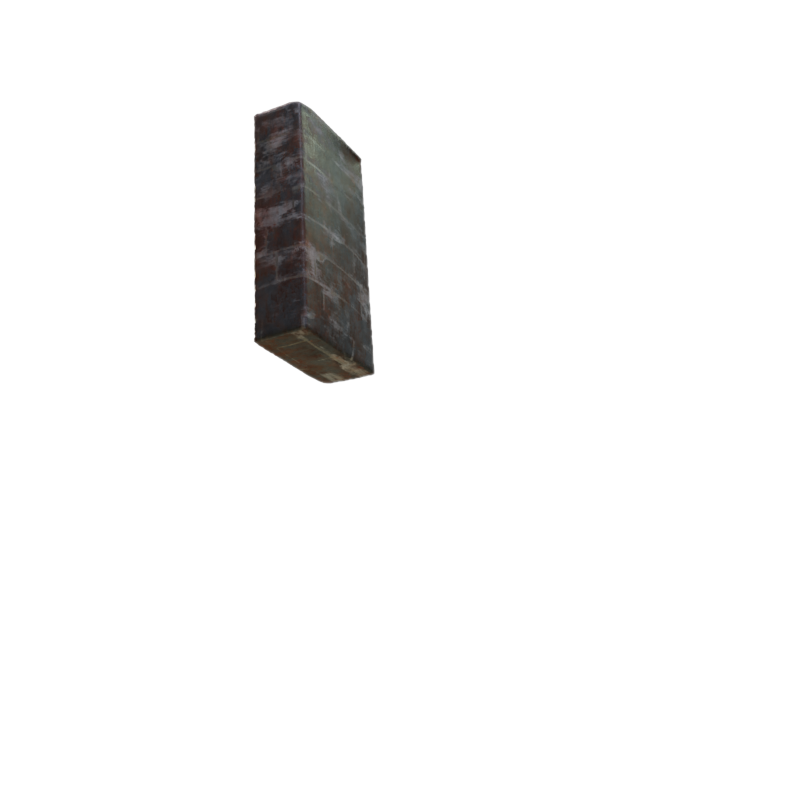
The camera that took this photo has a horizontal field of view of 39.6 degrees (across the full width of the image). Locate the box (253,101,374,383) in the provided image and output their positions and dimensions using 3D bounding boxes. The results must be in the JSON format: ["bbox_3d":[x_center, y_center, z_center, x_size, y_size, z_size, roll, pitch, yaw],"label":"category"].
[{"bbox_3d":[-0.059,-0.108,0.758,0.049,0.187,0.087,-15,-28,25],"label":"box"}]
